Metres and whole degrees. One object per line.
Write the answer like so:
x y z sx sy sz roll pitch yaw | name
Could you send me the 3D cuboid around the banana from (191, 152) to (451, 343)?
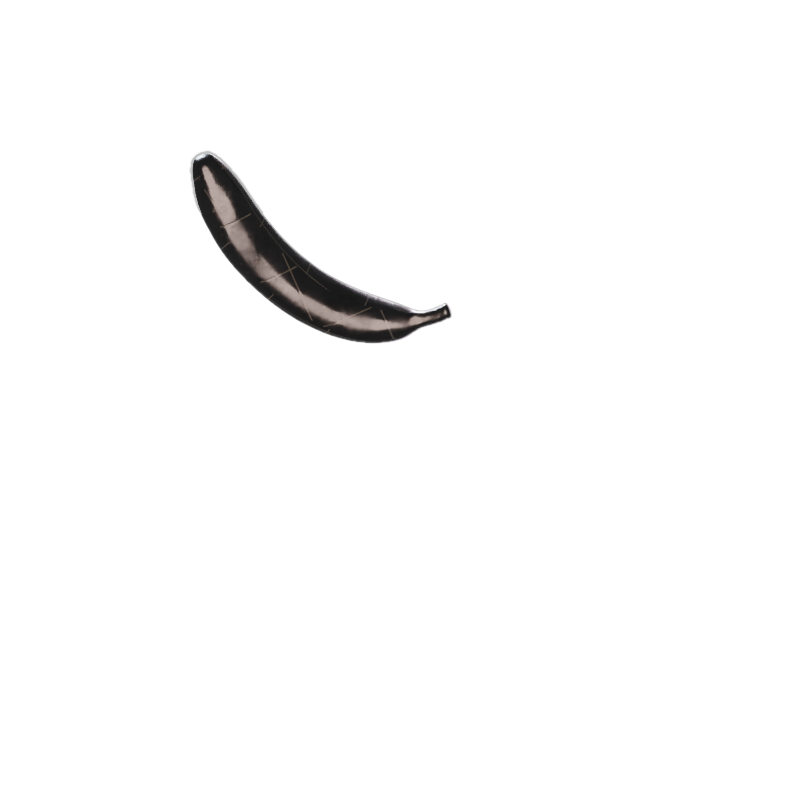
-0.064 -0.089 0.734 0.192 0.068 0.039 31 21 -13 | banana
